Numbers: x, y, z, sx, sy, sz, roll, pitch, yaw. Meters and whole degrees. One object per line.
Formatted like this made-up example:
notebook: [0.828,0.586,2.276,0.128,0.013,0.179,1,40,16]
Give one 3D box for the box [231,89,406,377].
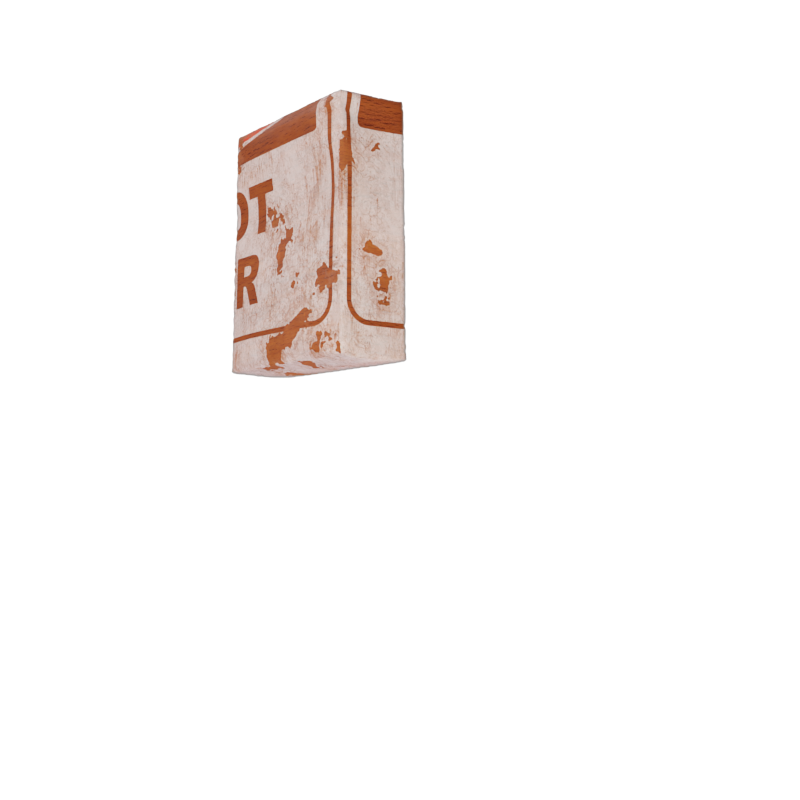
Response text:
box: [-0.072,-0.132,0.922,0.069,0.220,0.168,8,-12,-37]
